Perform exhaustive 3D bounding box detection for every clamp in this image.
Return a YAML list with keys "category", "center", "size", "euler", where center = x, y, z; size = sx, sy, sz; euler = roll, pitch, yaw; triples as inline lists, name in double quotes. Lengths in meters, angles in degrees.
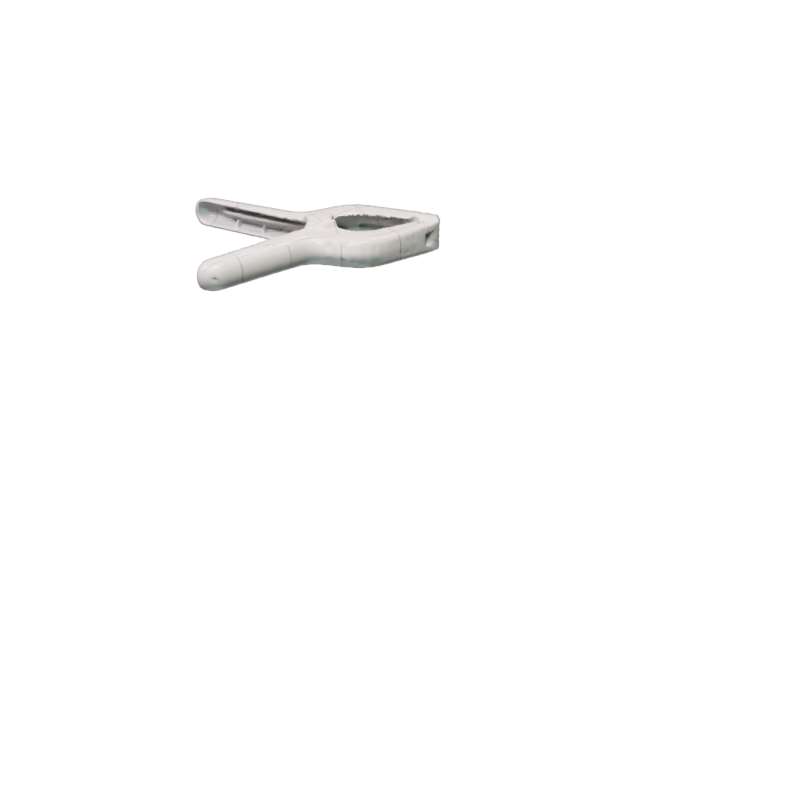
- category: "clamp"
  center: [-0.071, -0.130, 0.908]
  size: [0.210, 0.034, 0.174]
  euler: [0, 29, -1]
